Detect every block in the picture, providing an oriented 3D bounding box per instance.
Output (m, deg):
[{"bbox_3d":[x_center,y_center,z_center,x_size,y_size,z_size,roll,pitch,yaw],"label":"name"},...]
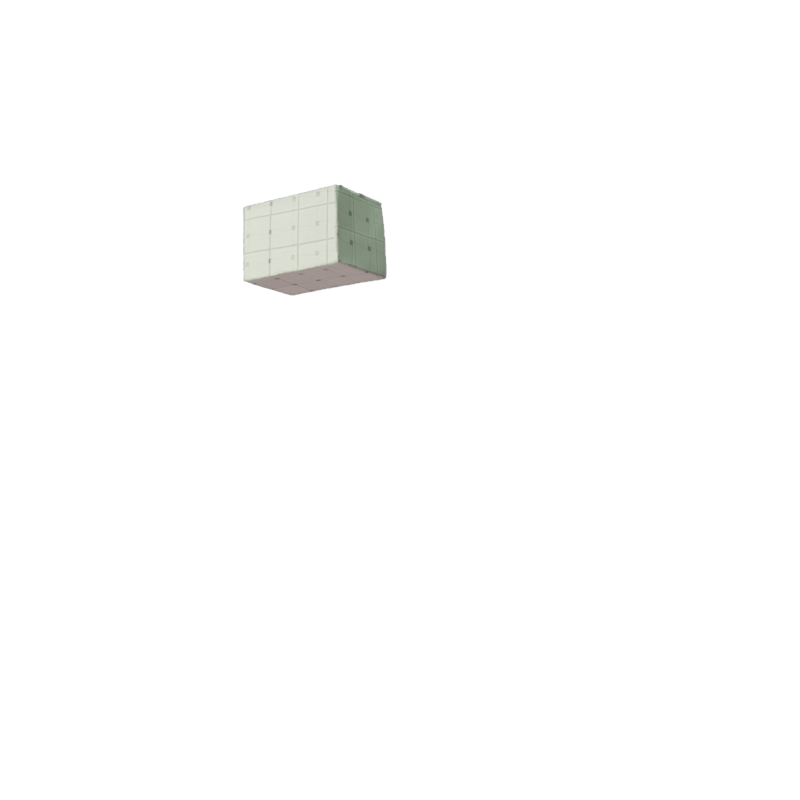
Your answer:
[{"bbox_3d":[-0.055,-0.101,0.705,0.080,0.053,0.050,-7,-14,33],"label":"block"}]
